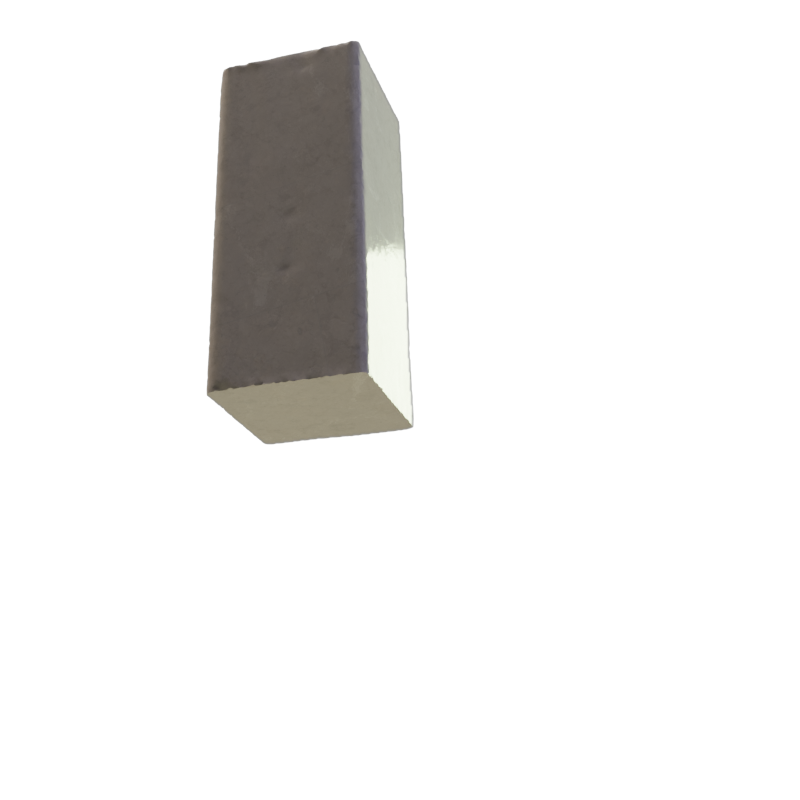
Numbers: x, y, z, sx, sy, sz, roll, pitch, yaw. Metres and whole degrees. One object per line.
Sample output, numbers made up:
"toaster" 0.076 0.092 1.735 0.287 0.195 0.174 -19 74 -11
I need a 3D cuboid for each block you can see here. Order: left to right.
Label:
"block" -0.050 -0.091 0.637 0.091 0.219 0.084 -9 -27 15
